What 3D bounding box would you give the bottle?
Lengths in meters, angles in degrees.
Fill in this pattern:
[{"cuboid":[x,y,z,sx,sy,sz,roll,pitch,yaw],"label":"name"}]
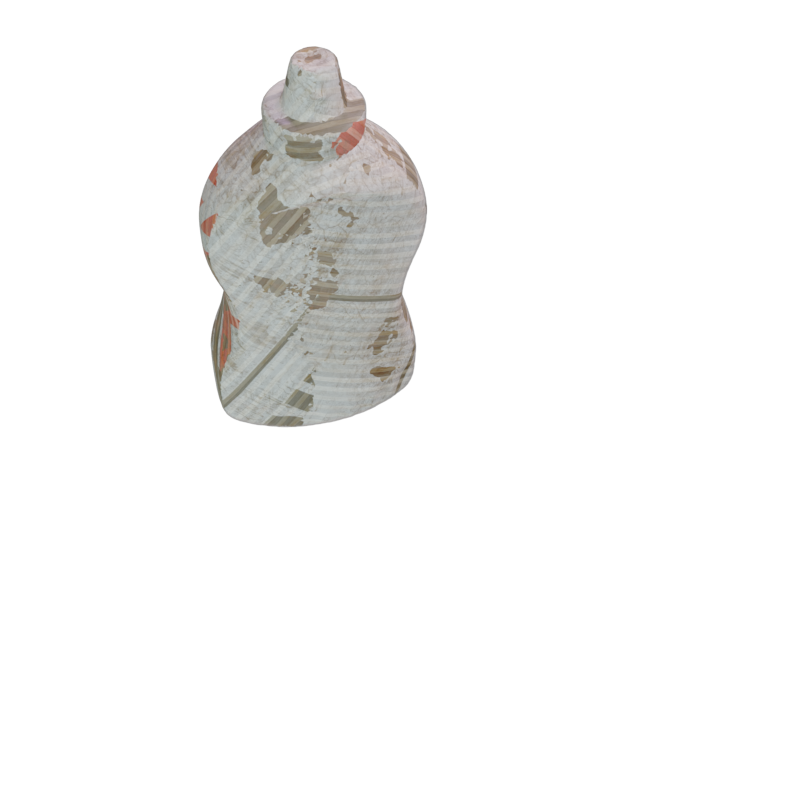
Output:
[{"cuboid":[-0.037,-0.068,0.480,0.095,0.063,0.179,-8,-41,-10],"label":"bottle"}]
